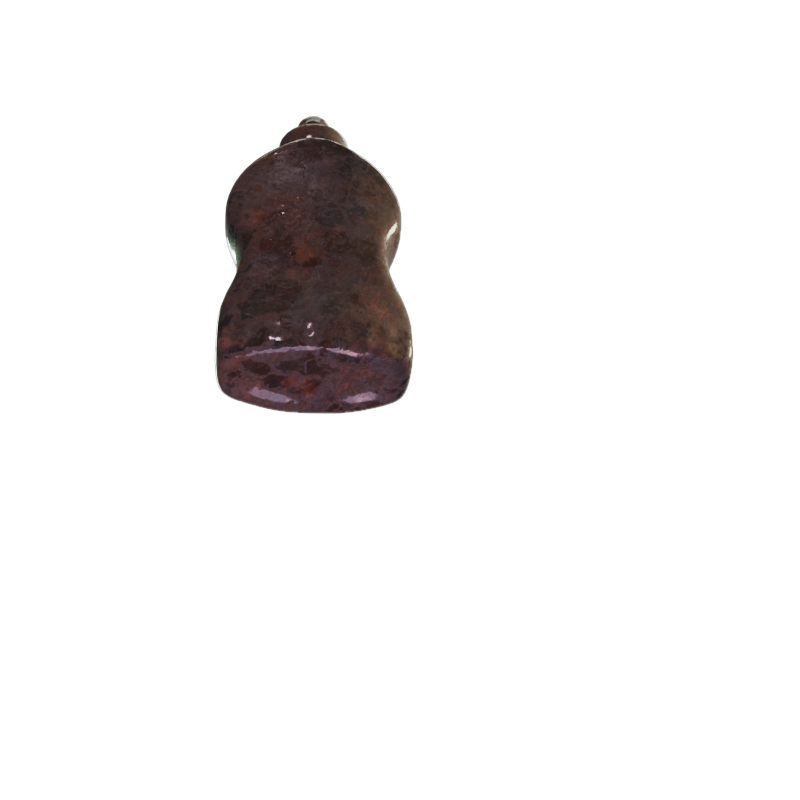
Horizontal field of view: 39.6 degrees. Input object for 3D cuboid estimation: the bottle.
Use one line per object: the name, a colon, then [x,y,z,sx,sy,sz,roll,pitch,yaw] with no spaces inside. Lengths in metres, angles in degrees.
bottle: [-0.047,-0.086,0.597,0.096,0.206,0.054,0,-41,-3]
